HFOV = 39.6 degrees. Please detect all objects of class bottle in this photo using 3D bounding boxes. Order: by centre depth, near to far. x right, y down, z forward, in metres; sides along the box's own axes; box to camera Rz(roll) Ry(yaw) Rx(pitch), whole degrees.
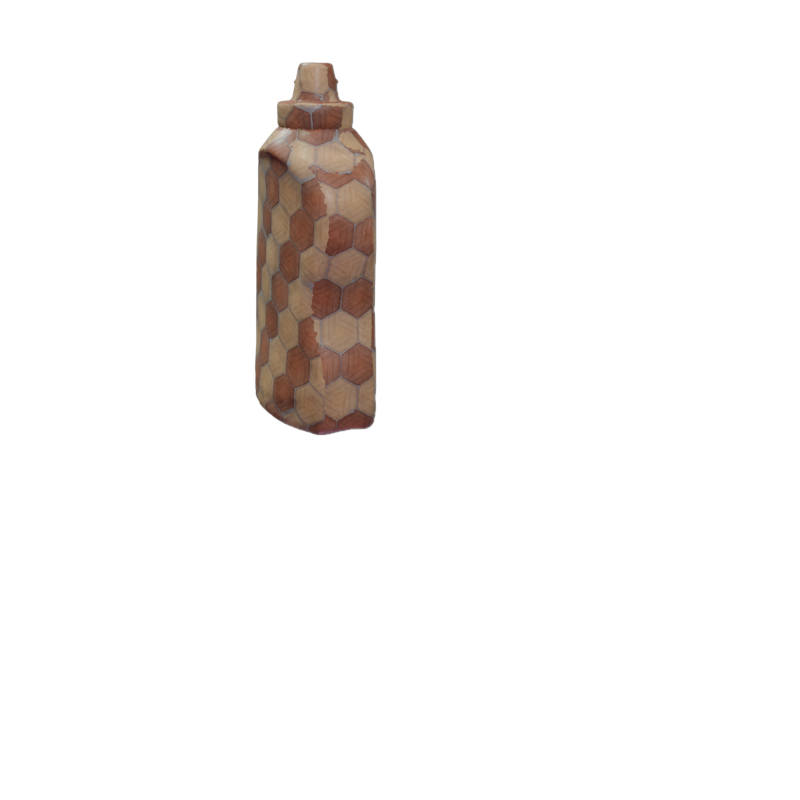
[{"bbox_3d":[-0.047,-0.086,0.602,0.057,0.187,0.101,-4,13,-24],"label":"bottle"}]
